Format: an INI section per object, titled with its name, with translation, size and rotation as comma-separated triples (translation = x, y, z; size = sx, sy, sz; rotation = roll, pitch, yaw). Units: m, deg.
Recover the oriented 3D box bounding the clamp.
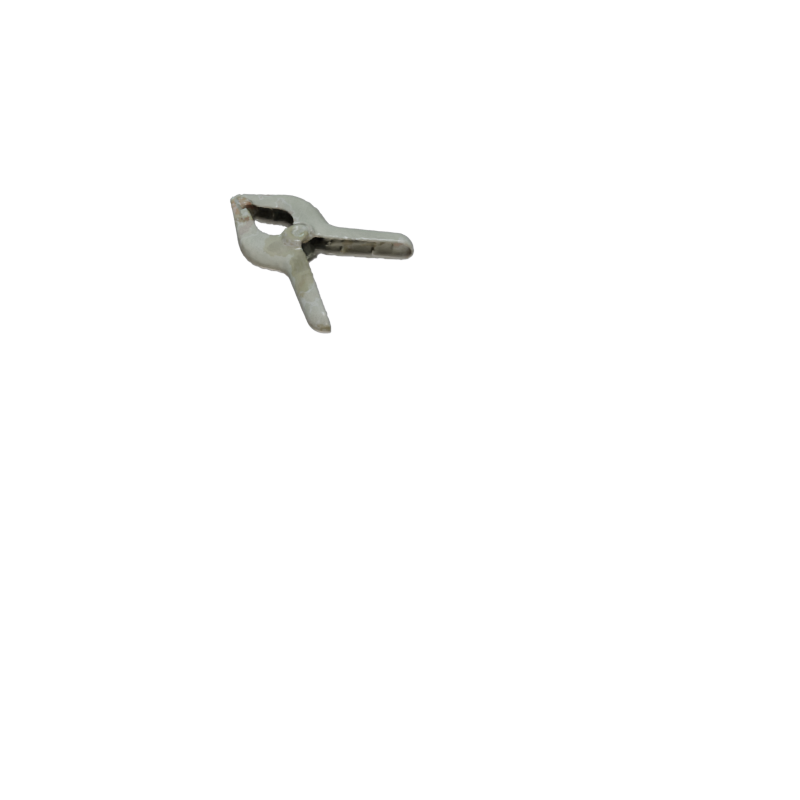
[clamp]
translation = -0.076, -0.139, 0.971
size = 0.120, 0.036, 0.184
rotation = -32, 56, -25
